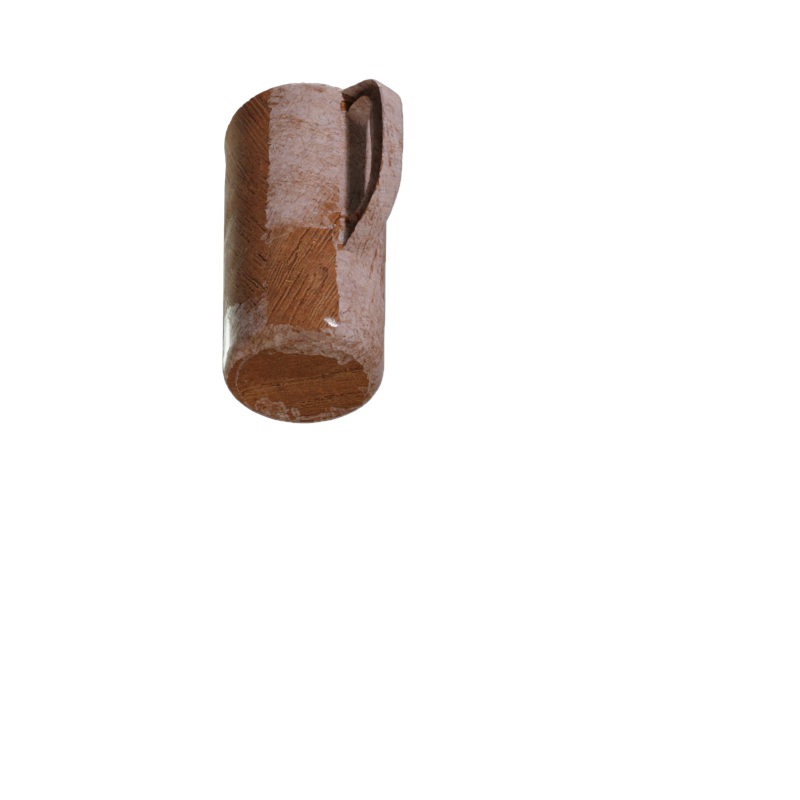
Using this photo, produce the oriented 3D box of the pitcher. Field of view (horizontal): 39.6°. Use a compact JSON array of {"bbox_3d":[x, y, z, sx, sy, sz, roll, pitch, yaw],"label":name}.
[{"bbox_3d":[-0.063,-0.115,0.806,0.145,0.261,0.138,-5,-40,3],"label":"pitcher"}]
